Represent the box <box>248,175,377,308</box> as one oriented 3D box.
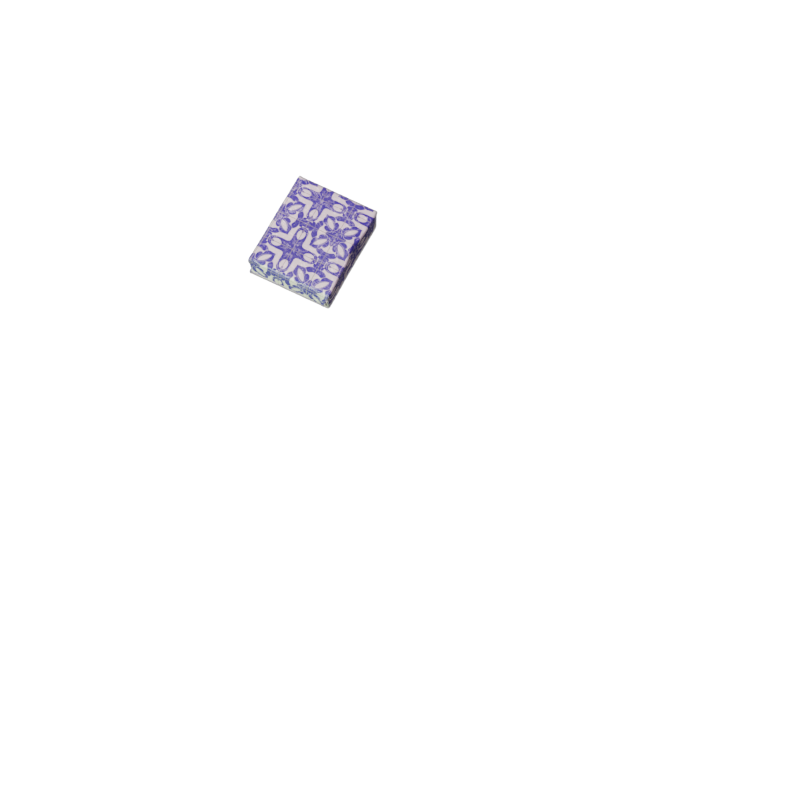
[{"bbox_3d":[-0.070,-0.128,0.895,0.075,0.092,0.028,25,-24,11],"label":"box"}]
